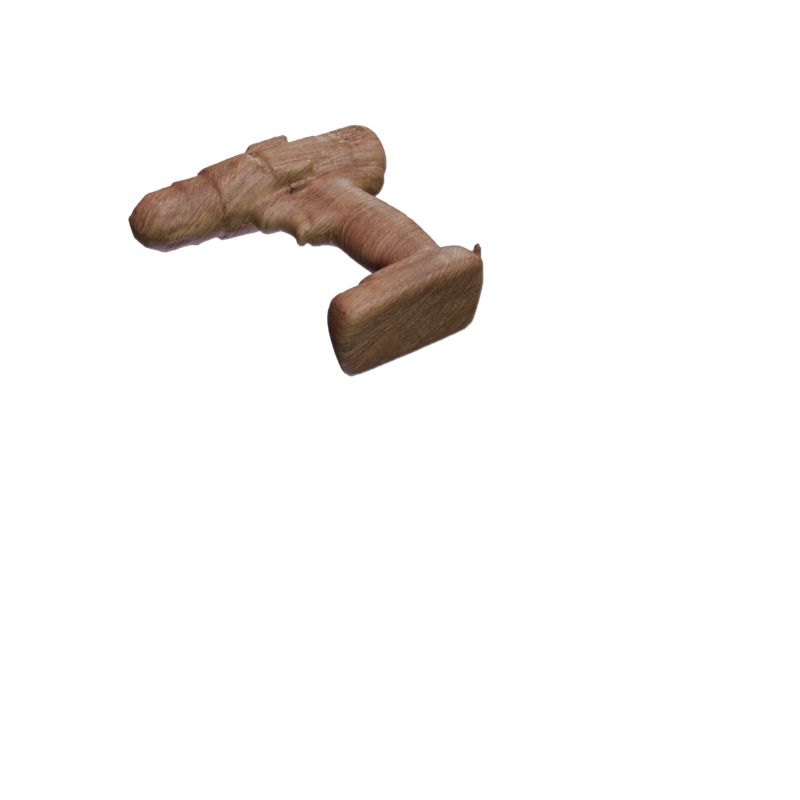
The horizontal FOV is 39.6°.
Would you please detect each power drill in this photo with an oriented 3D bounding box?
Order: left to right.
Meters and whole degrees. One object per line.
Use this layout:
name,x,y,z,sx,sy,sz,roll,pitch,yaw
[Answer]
power drill,-0.054,-0.099,0.692,0.183,0.053,0.203,-24,49,-23
